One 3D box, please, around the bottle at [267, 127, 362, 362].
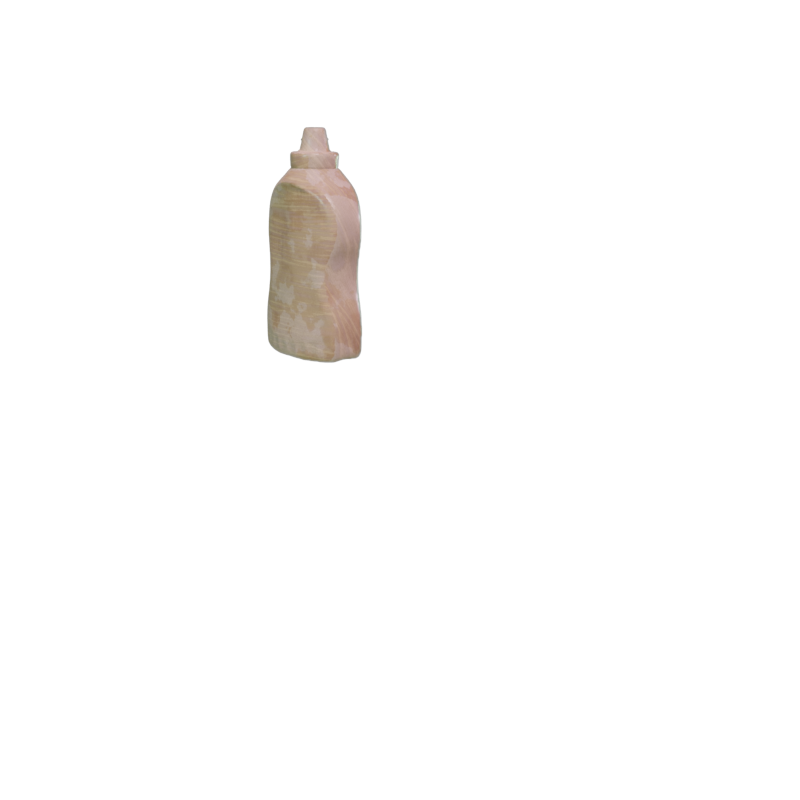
[{"bbox_3d":[-0.073,-0.133,0.934,0.057,0.188,0.101,-6,11,-38],"label":"bottle"}]
